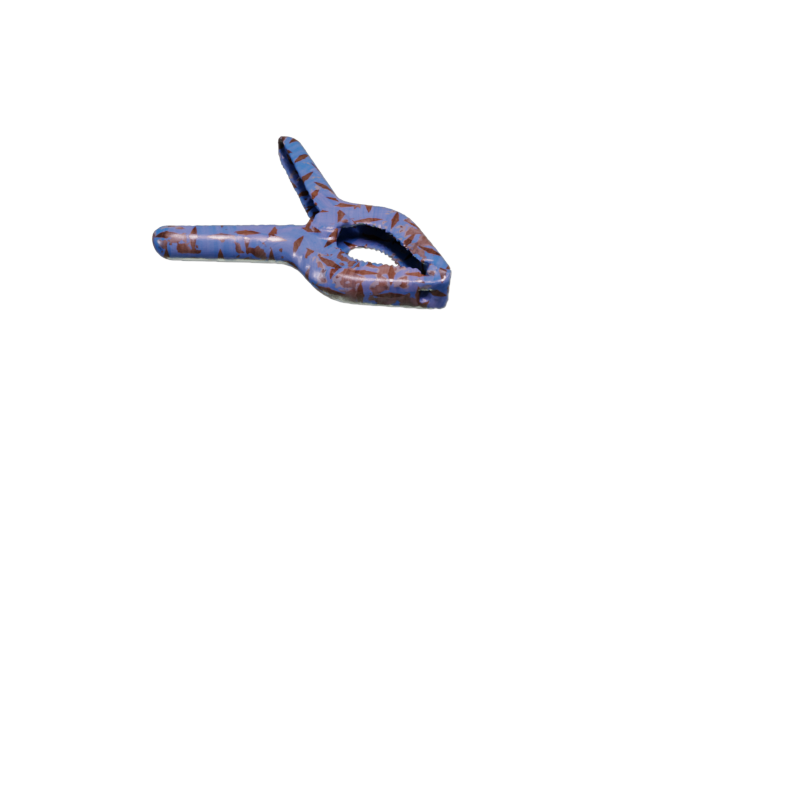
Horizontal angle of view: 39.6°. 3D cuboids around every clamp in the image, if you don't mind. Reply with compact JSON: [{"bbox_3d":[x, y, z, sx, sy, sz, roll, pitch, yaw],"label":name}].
[{"bbox_3d":[-0.063,-0.114,0.802,0.223,0.034,0.166,31,52,28],"label":"clamp"}]
